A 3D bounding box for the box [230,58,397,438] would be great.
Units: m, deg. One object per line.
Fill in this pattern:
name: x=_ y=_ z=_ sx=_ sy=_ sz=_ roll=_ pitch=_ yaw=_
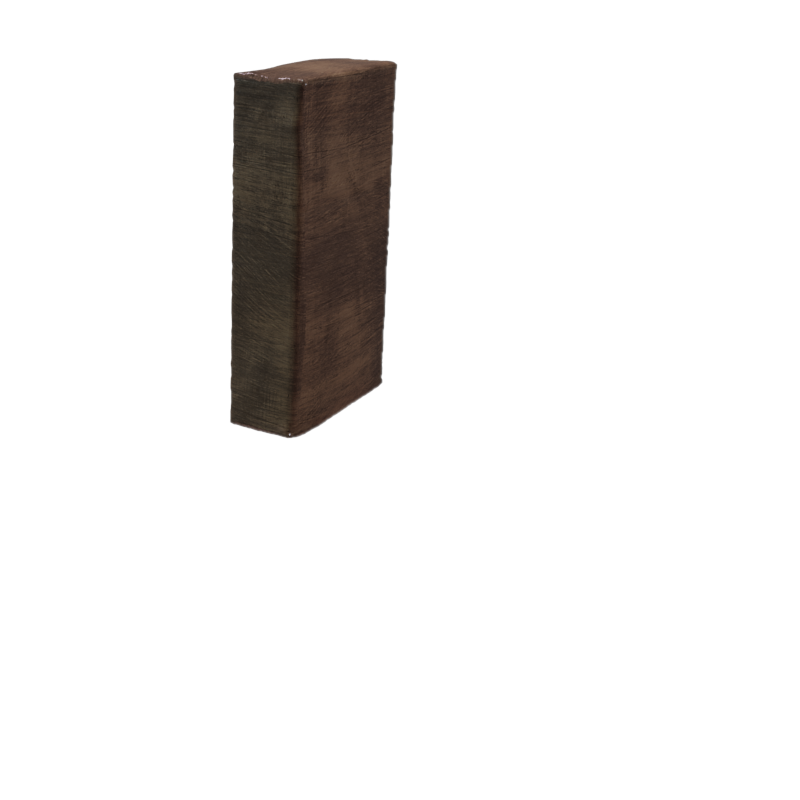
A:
box: x=-0.044 y=-0.079 z=0.555 sx=0.050 sy=0.170 sz=0.093 roll=9 pitch=18 yaw=27
